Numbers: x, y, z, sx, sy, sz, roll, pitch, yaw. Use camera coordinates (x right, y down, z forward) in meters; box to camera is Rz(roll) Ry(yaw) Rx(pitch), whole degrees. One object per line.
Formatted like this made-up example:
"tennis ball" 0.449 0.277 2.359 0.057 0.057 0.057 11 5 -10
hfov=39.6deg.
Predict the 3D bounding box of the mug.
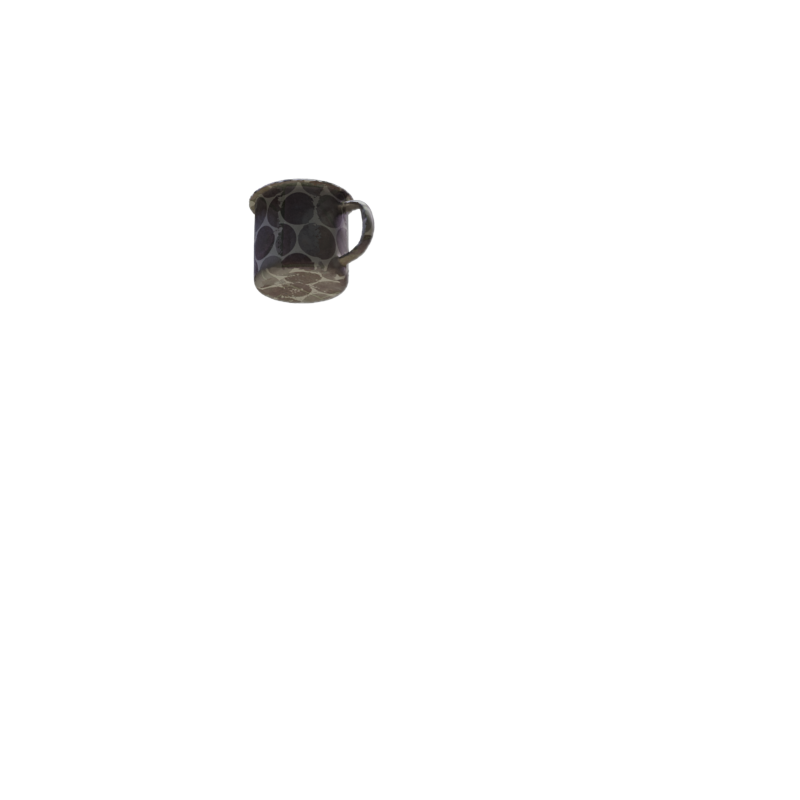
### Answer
"mug" -0.075 -0.136 0.953 0.119 0.086 0.087 -11 -23 25
